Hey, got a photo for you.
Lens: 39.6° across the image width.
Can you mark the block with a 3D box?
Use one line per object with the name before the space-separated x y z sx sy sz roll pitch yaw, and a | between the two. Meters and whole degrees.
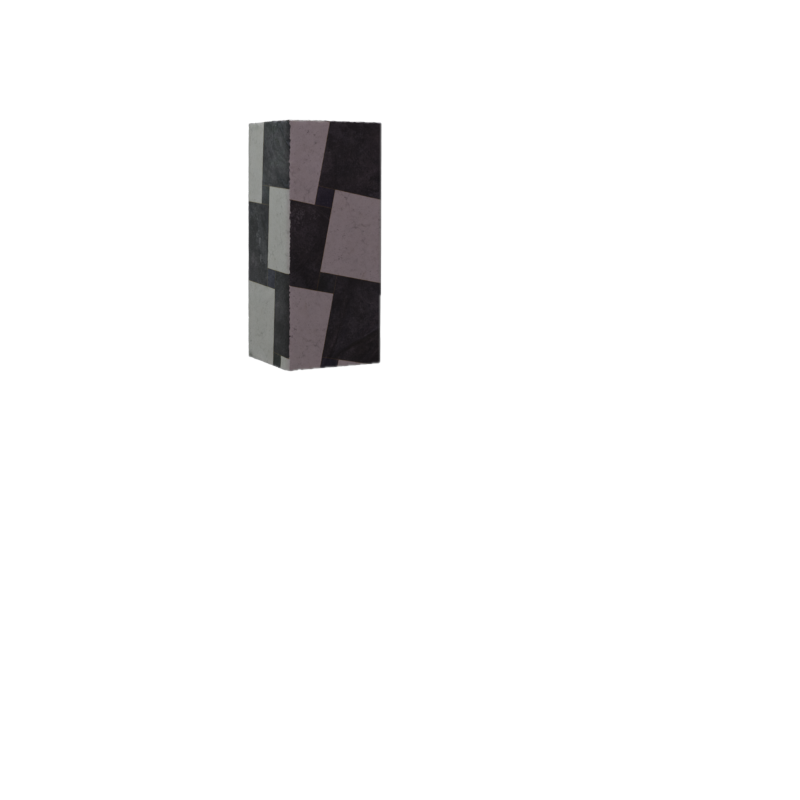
block | -0.075 -0.137 0.963 0.088 0.204 0.094 -2 6 -29
